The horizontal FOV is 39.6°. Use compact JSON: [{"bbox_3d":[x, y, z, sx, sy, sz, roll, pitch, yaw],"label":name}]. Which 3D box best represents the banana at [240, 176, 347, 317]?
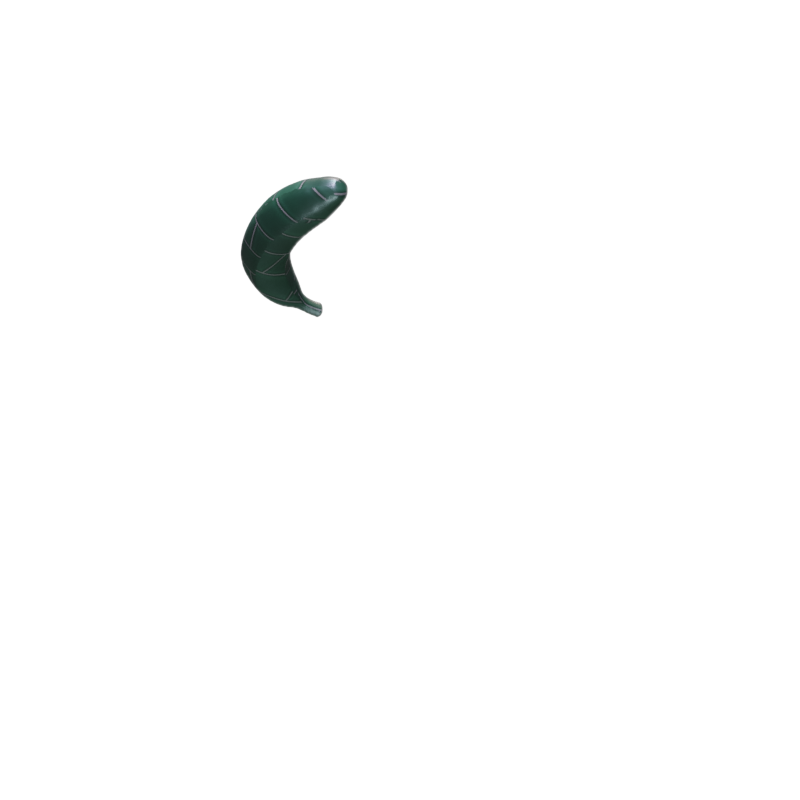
[{"bbox_3d":[-0.083,-0.117,0.825,0.069,0.039,0.189,3,-21,-8],"label":"banana"}]
